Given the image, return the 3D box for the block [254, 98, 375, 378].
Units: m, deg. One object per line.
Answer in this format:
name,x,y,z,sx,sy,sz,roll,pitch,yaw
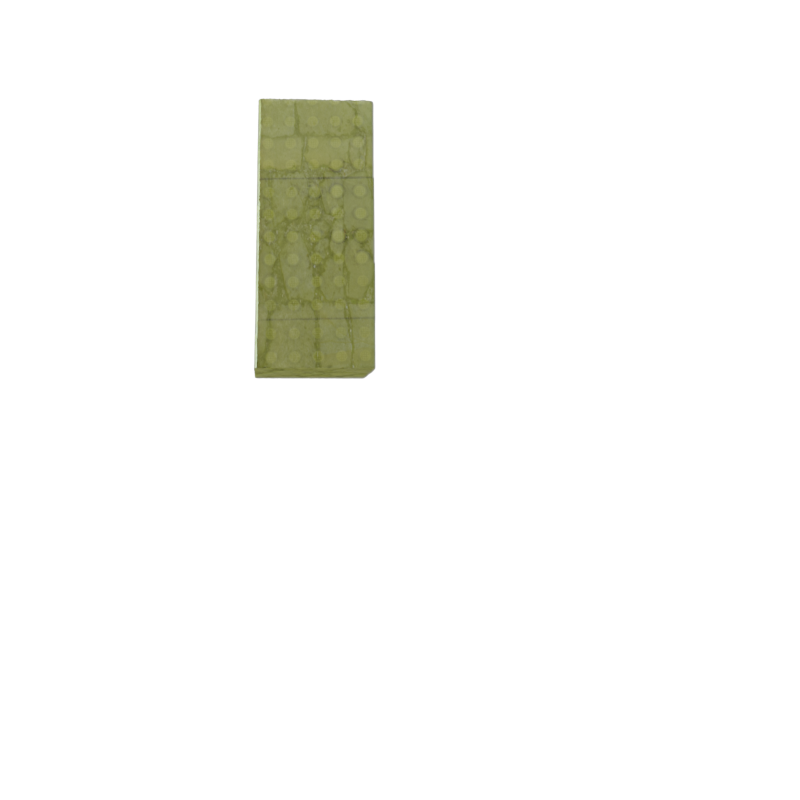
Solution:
block,-0.068,-0.124,0.870,0.090,0.212,0.088,0,-11,-5
